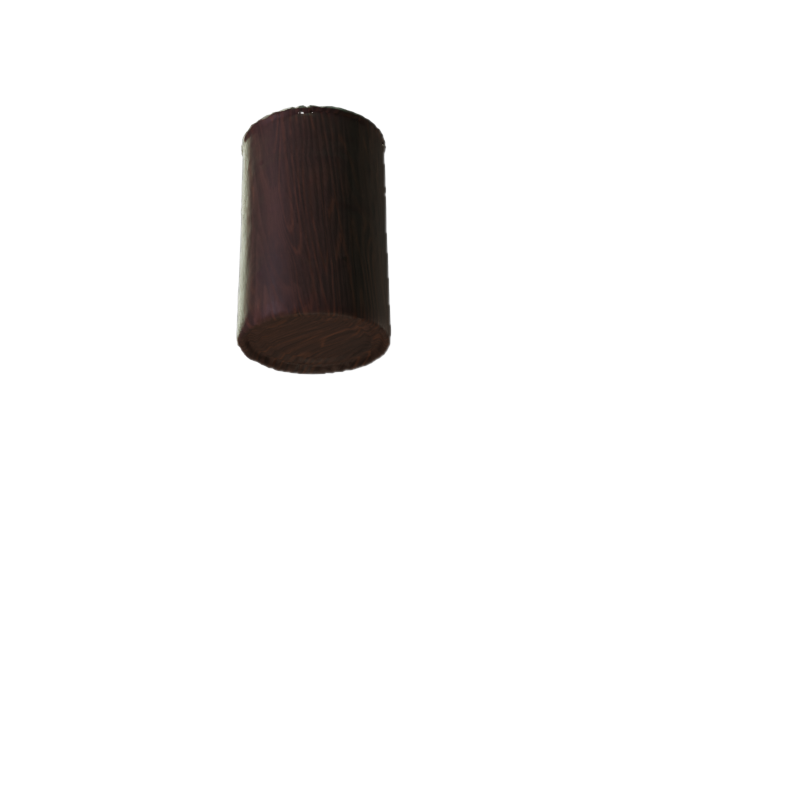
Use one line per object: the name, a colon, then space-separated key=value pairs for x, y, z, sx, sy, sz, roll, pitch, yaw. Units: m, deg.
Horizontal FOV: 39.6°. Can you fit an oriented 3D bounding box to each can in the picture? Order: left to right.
can: x=-0.039 y=-0.071 z=0.496 sx=0.068 sy=0.108 sz=0.065 roll=0 pitch=-26 yaw=-2
